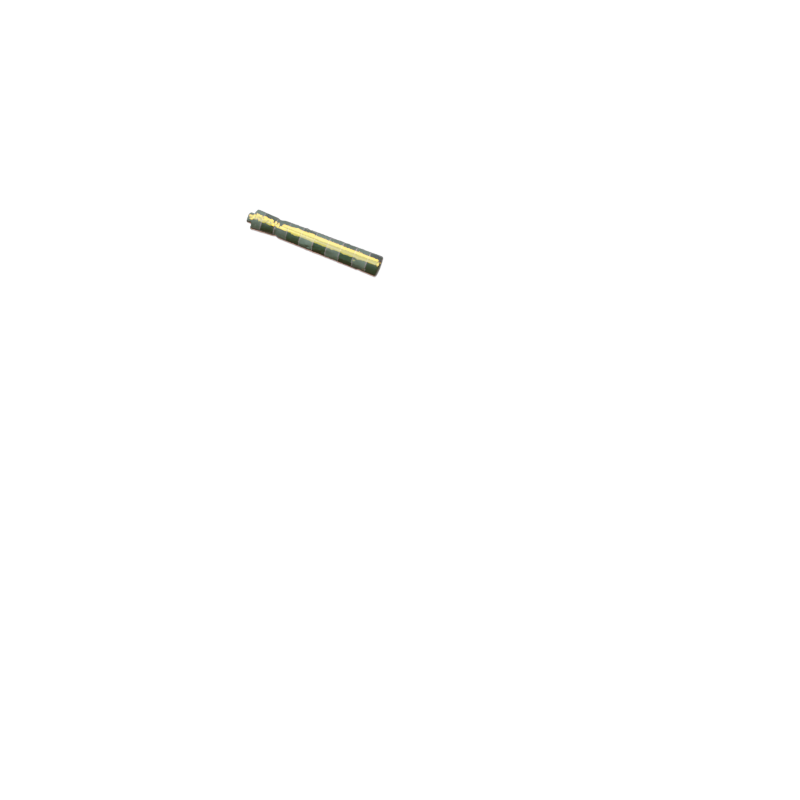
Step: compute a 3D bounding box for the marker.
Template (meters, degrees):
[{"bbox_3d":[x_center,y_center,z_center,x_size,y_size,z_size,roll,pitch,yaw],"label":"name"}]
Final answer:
[{"bbox_3d":[-0.074,-0.134,0.941,0.123,0.020,0.019,22,7,10],"label":"marker"}]
